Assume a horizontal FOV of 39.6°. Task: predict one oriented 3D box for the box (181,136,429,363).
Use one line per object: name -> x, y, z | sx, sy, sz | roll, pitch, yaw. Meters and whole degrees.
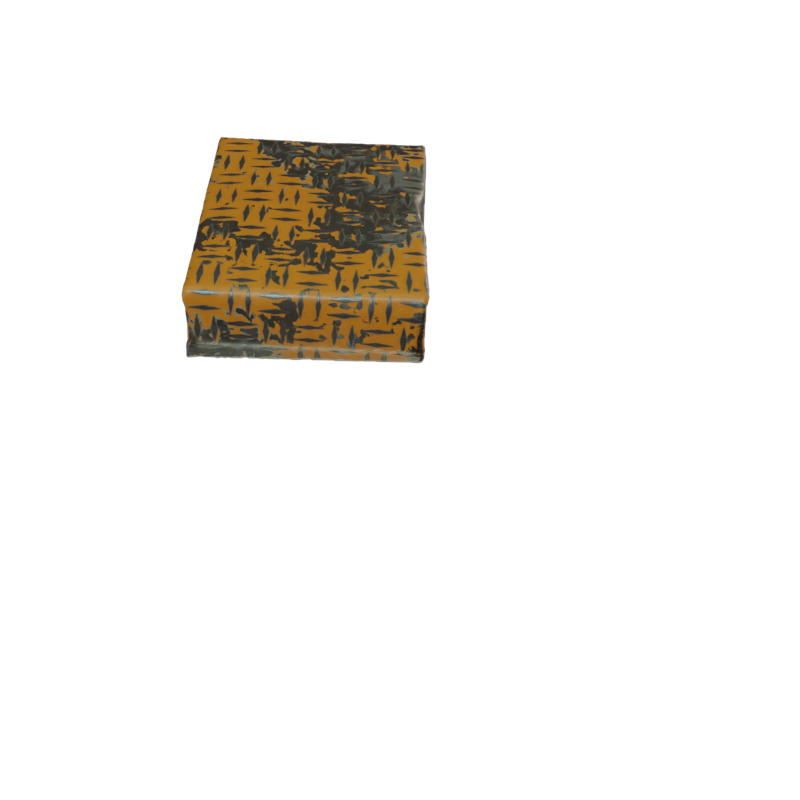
box -> -0.028, -0.051, 0.360 | 0.073, 0.028, 0.095 | 2, 41, 1
